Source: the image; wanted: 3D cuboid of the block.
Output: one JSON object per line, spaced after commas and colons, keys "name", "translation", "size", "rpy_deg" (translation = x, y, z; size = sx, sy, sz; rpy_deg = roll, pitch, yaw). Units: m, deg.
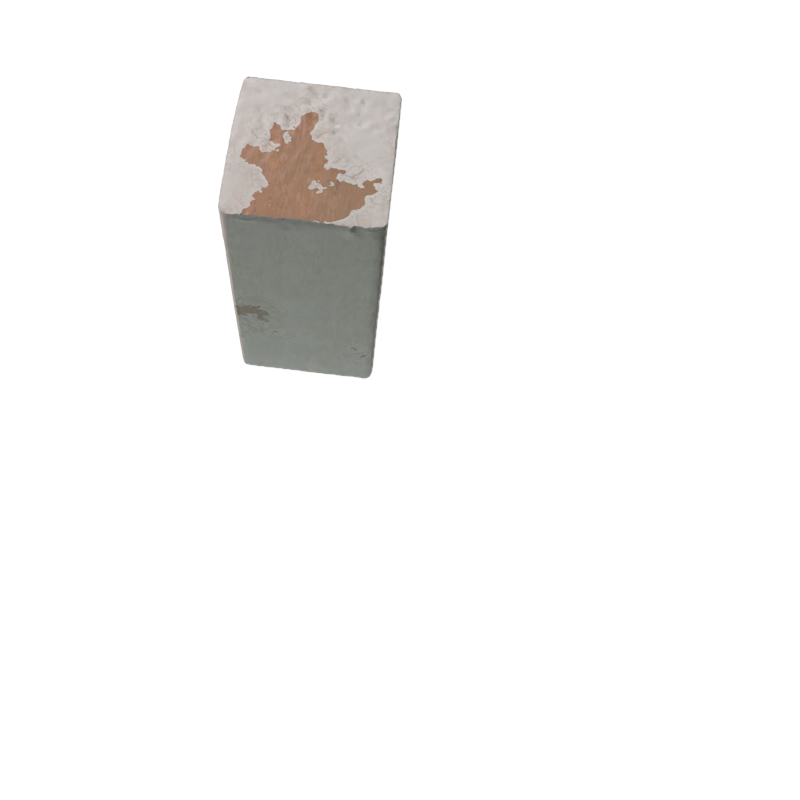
{"name": "block", "translation": [-0.053, -0.096, 0.678], "size": [0.091, 0.095, 0.195], "rpy_deg": [7, -23, -1]}
